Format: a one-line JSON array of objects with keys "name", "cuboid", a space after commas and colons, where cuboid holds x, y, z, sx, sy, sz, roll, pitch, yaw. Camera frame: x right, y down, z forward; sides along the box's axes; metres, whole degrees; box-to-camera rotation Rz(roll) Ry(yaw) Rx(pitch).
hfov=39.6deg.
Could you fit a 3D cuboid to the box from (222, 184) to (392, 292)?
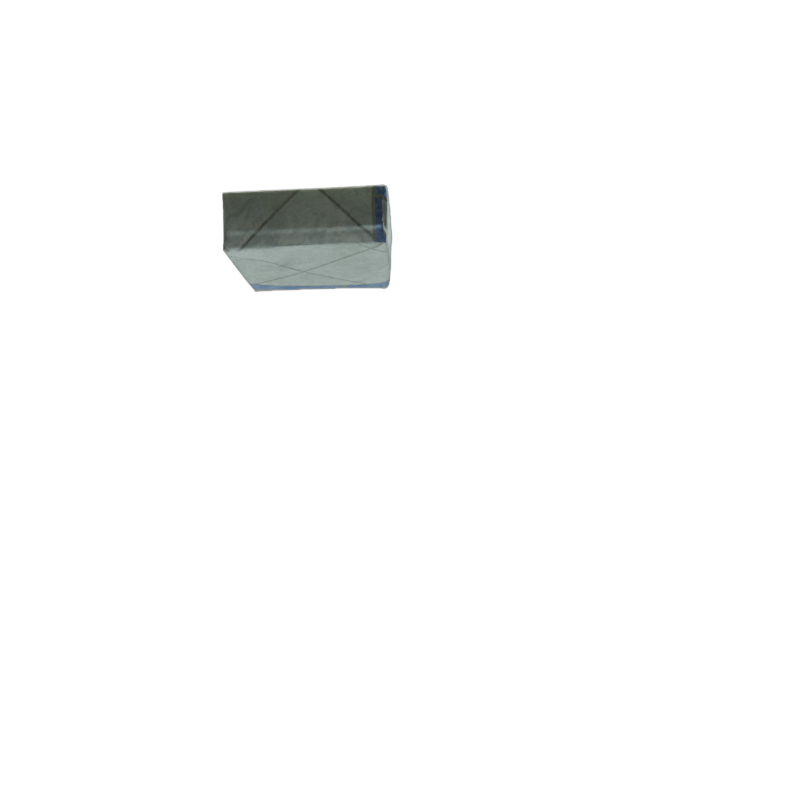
[{"name": "box", "cuboid": [-0.050, -0.092, 0.641, 0.090, 0.040, 0.110, -1, -9, 3]}]
